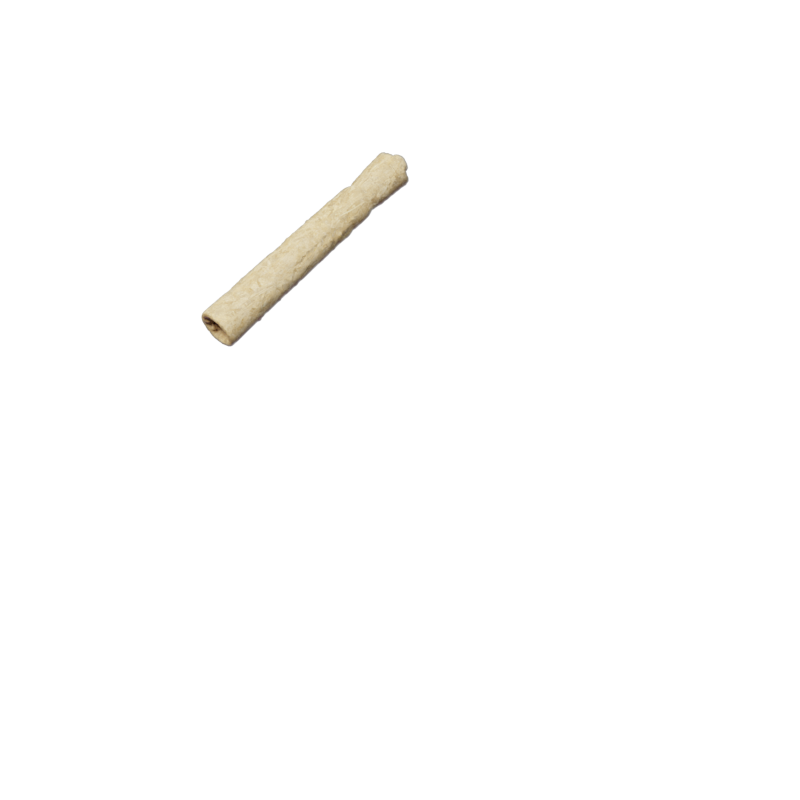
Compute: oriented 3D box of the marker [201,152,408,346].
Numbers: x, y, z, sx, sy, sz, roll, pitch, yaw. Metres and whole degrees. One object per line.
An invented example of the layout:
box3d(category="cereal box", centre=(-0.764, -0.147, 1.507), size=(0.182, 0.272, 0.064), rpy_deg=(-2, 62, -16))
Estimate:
box3d(category="marker", centre=(-0.038, -0.070, 0.488), size=(0.123, 0.019, 0.020), rpy_deg=(-46, 26, -24))
